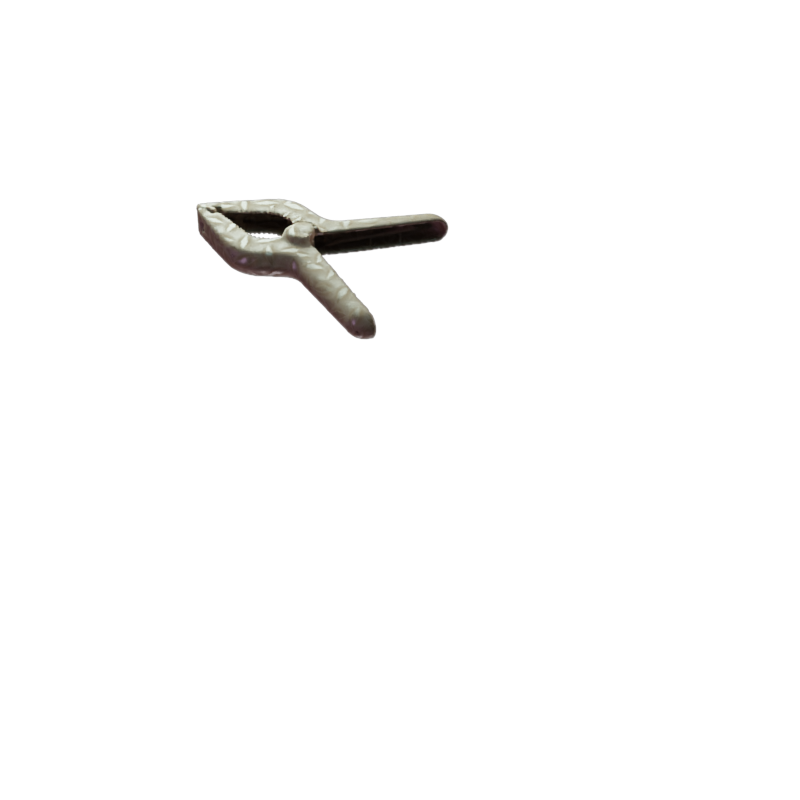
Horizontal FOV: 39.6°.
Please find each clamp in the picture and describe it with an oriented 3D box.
[{"bbox_3d":[-0.073,-0.133,0.934,0.220,0.034,0.168,22,44,24],"label":"clamp"}]
